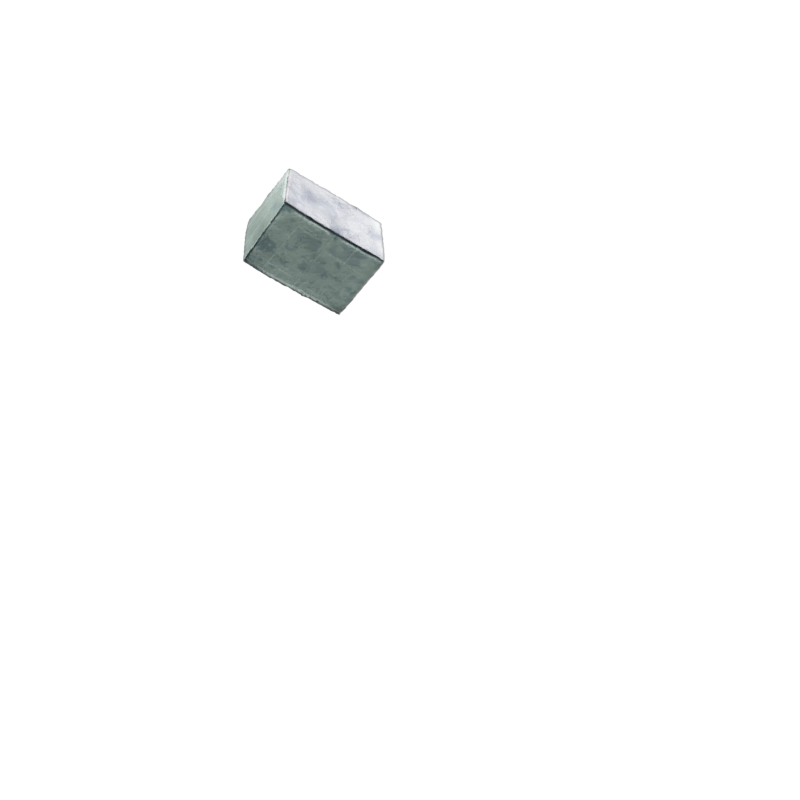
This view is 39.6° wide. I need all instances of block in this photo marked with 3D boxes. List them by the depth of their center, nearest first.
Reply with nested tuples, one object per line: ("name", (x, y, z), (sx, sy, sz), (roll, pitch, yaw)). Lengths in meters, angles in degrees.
("block", (-0.057, -0.103, 0.723), (0.075, 0.051, 0.055), (30, 29, -20))
